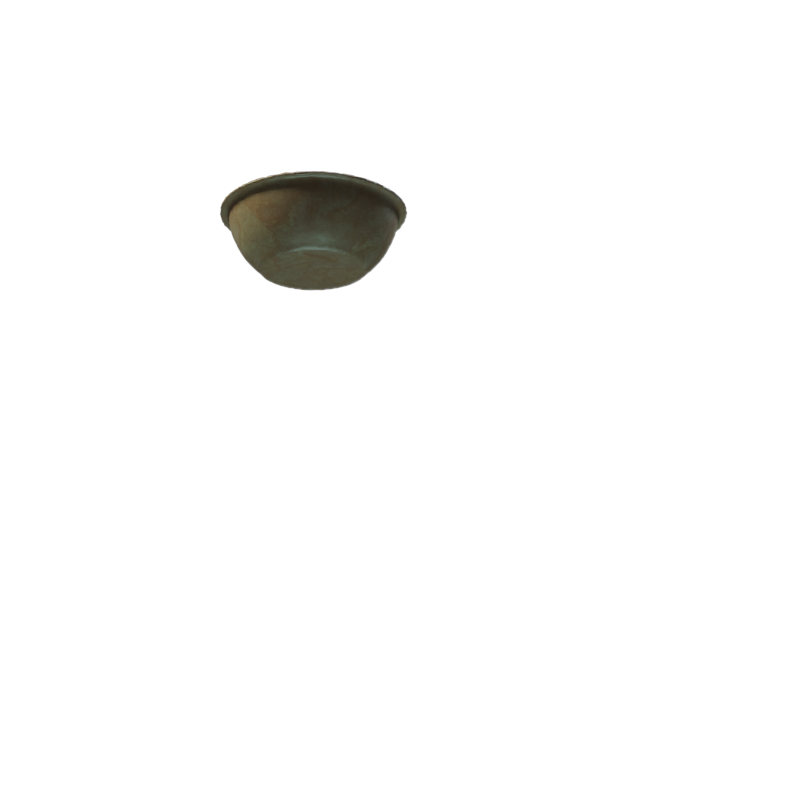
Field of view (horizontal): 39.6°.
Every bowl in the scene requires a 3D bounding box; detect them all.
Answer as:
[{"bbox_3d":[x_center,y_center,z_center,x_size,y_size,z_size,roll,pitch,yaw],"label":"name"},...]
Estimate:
[{"bbox_3d":[-0.074,-0.135,0.947,0.162,0.058,0.155,0,-18,-2],"label":"bowl"}]
